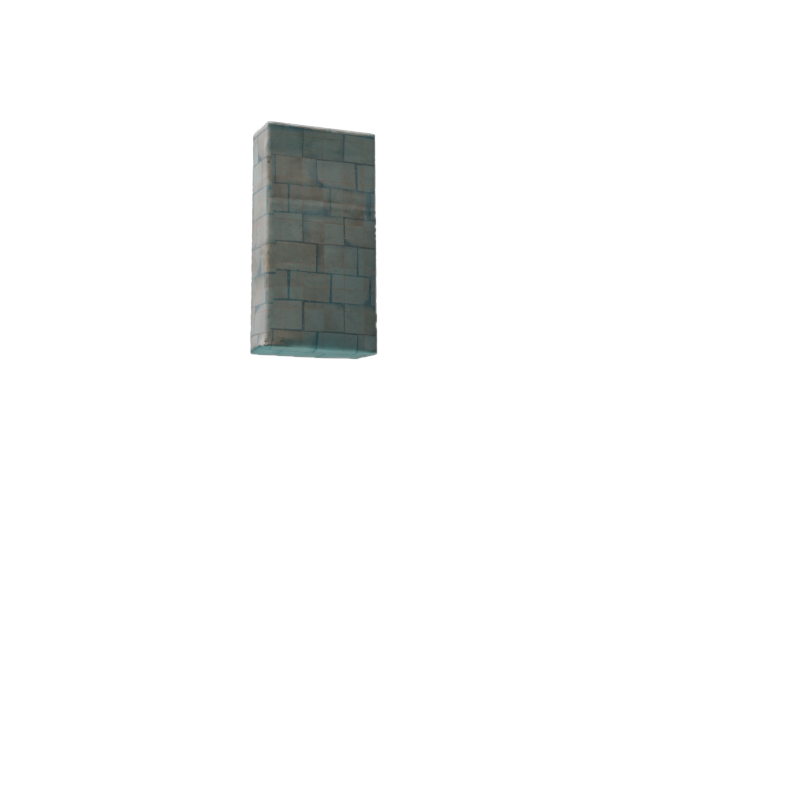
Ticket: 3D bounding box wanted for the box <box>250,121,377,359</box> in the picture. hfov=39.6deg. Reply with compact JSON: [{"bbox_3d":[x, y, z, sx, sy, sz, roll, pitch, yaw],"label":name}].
[{"bbox_3d":[-0.067,-0.123,0.861,0.090,0.182,0.048,4,-14,-22],"label":"box"}]
